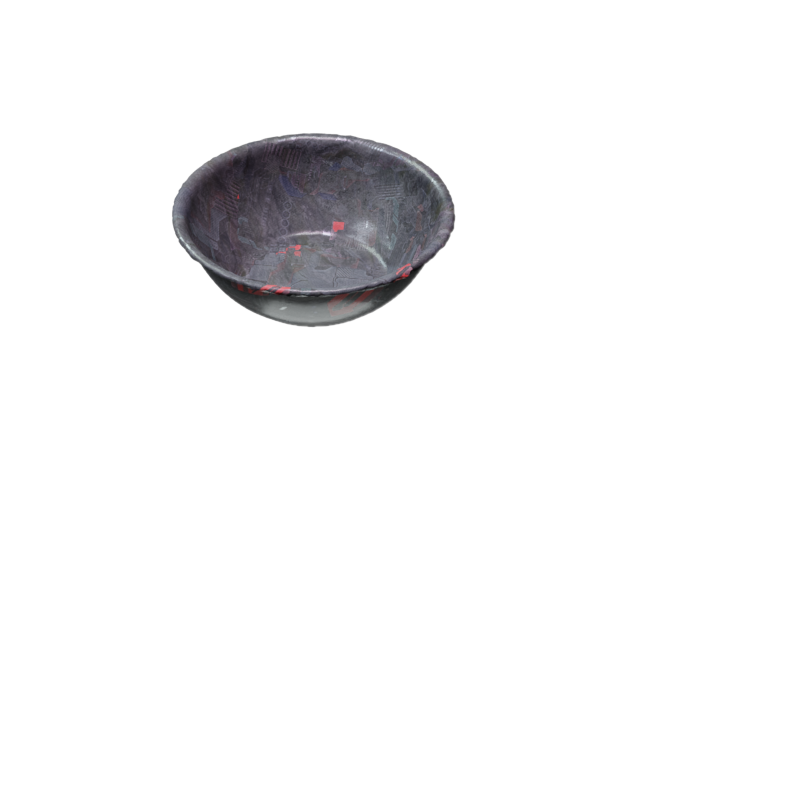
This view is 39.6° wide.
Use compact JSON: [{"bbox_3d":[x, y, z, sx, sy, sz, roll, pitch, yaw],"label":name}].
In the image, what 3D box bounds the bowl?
[{"bbox_3d":[-0.051,-0.092,0.647,0.162,0.051,0.174,-1,41,-2],"label":"bowl"}]
